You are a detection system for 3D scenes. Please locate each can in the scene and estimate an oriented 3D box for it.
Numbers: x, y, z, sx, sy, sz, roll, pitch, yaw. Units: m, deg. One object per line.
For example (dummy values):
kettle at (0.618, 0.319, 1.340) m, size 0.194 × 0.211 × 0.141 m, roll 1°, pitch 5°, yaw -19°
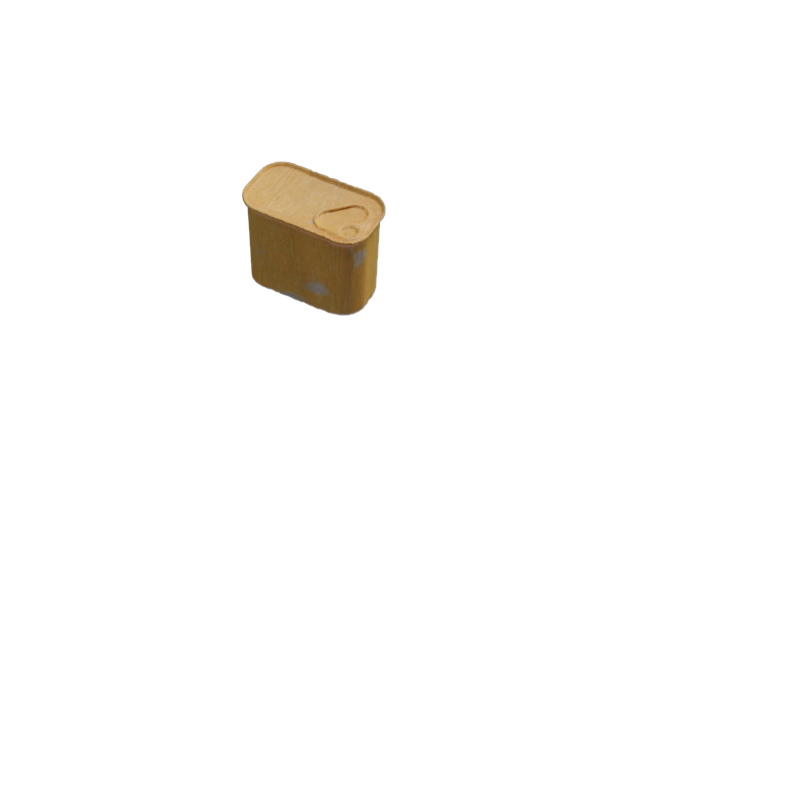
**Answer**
can at (-0.064, -0.117, 0.821) m, size 0.106 × 0.078 × 0.059 m, roll 23°, pitch 52°, yaw 18°
